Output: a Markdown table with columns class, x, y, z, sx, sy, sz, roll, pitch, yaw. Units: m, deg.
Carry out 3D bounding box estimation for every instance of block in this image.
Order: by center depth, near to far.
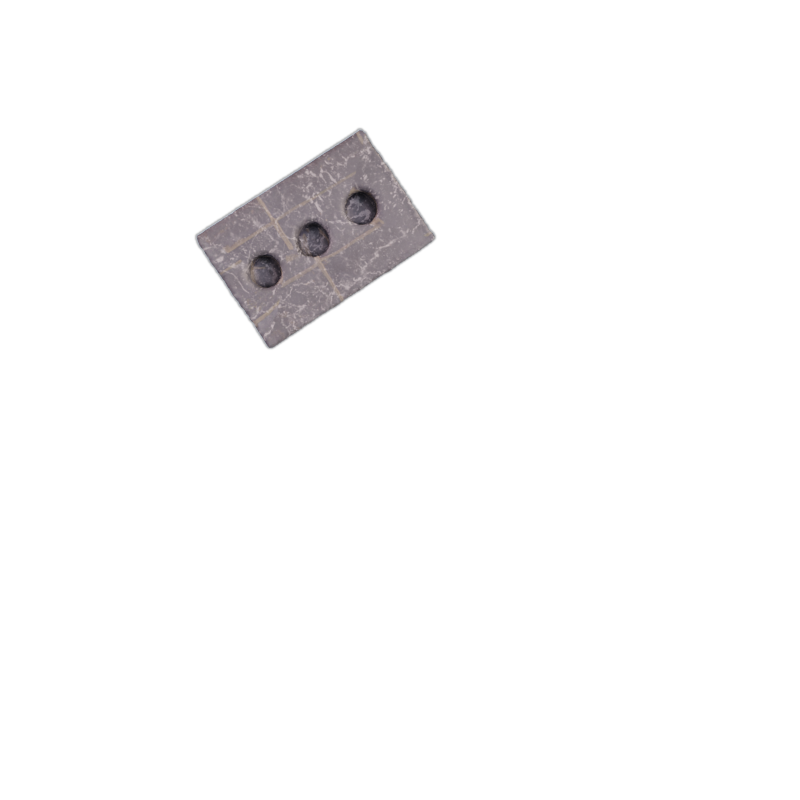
| class | x | y | z | sx | sy | sz | roll | pitch | yaw |
| --- | --- | --- | --- | --- | --- | --- | --- | --- | --- |
| block | -0.035 | -0.063 | 0.441 | 0.078 | 0.053 | 0.051 | -34 | 3 | -1 |
